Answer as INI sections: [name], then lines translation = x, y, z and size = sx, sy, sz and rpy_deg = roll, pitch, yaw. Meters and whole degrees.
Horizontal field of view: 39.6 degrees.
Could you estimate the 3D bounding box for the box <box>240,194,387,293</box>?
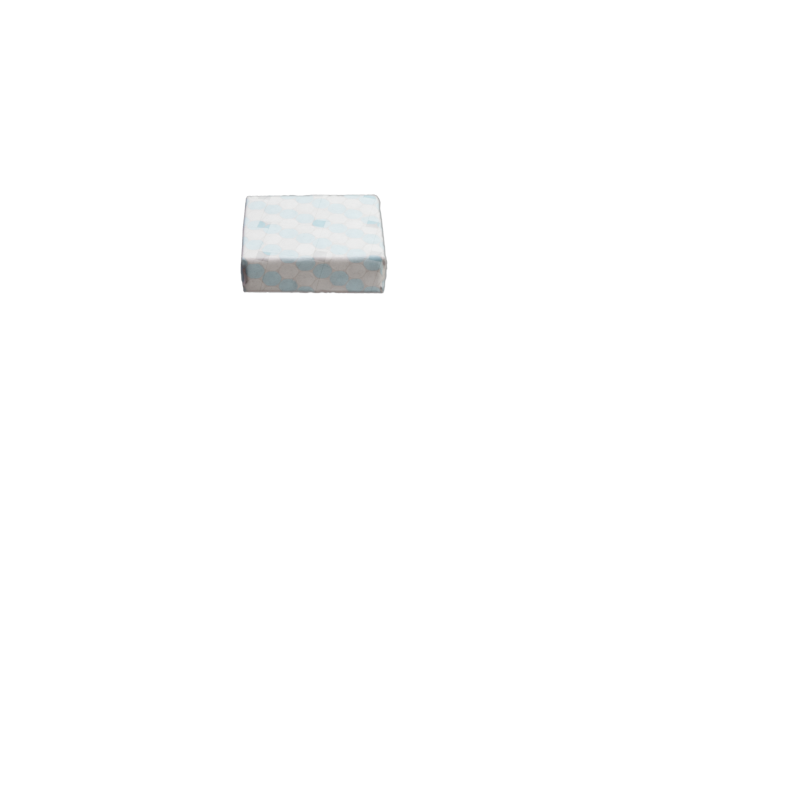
[box]
translation = -0.055, -0.100, 0.699
size = 0.089, 0.028, 0.078
rpy_deg = -1, 39, -2
